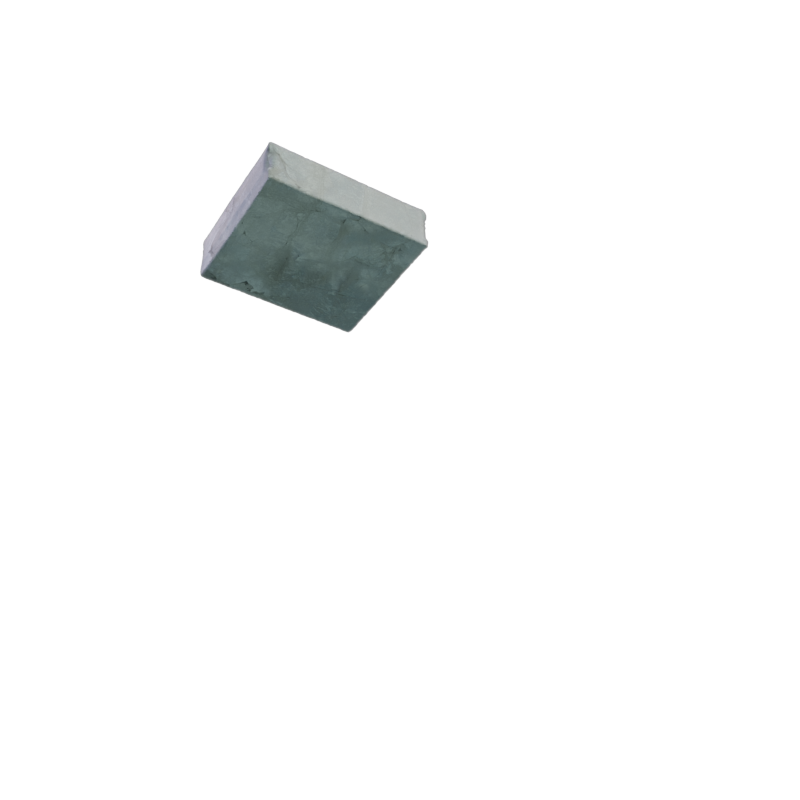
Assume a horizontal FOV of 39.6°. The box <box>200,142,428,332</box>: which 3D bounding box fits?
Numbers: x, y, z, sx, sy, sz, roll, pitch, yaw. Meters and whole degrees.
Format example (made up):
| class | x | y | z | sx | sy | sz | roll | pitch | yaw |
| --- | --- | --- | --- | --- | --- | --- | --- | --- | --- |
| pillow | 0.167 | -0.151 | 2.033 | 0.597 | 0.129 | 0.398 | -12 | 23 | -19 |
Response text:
| class | x | y | z | sx | sy | sz | roll | pitch | yaw |
| --- | --- | --- | --- | --- | --- | --- | --- | --- | --- |
| box | -0.042 | -0.078 | 0.544 | 0.086 | 0.032 | 0.071 | 21 | -47 | -22 |
